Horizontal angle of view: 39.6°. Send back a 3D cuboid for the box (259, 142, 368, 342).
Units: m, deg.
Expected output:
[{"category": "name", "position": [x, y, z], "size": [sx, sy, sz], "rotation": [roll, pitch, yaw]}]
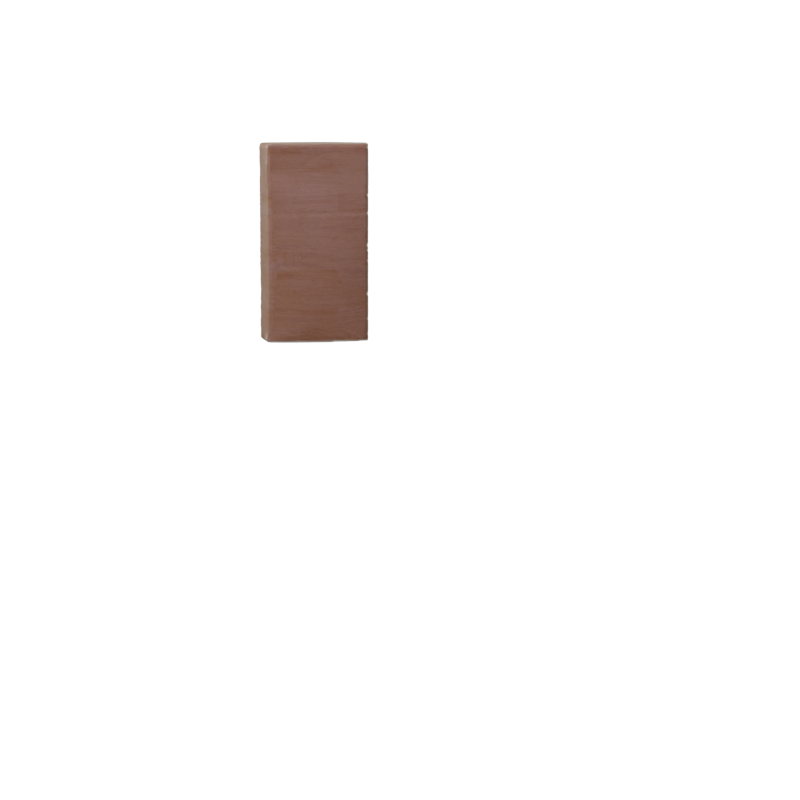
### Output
[{"category": "box", "position": [-0.077, -0.140, 0.984], "size": [0.092, 0.175, 0.049], "rotation": [-1, 3, -15]}]
